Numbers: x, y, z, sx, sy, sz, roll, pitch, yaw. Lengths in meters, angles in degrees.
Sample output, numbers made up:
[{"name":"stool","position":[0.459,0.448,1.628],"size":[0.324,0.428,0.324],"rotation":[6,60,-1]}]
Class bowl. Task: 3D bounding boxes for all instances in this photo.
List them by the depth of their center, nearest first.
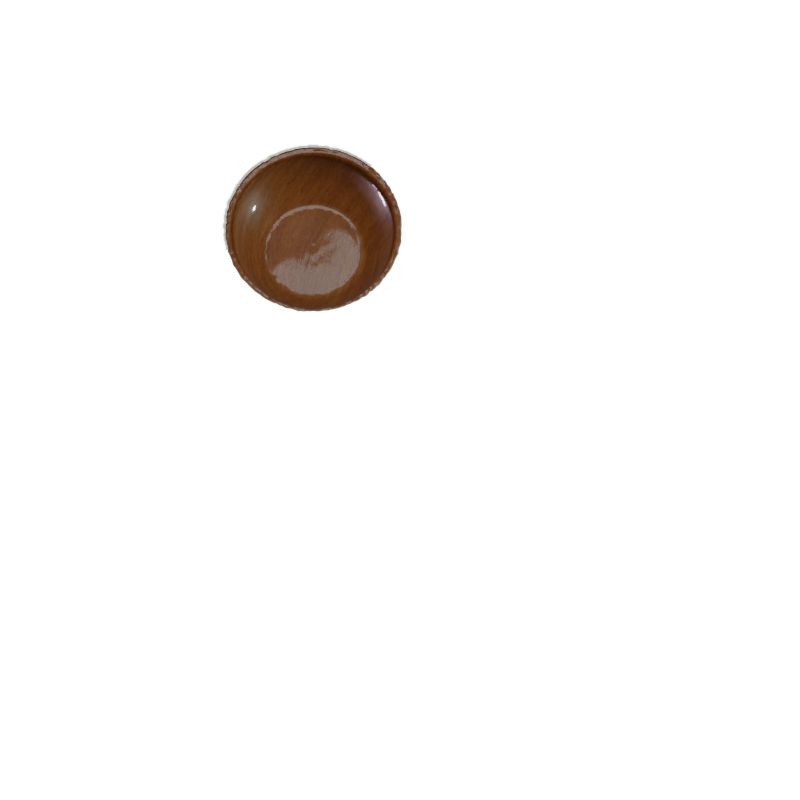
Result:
[{"name":"bowl","position":[-0.077,-0.141,0.987],"size":[0.162,0.154,0.058],"rotation":[1,24,-1]}]
